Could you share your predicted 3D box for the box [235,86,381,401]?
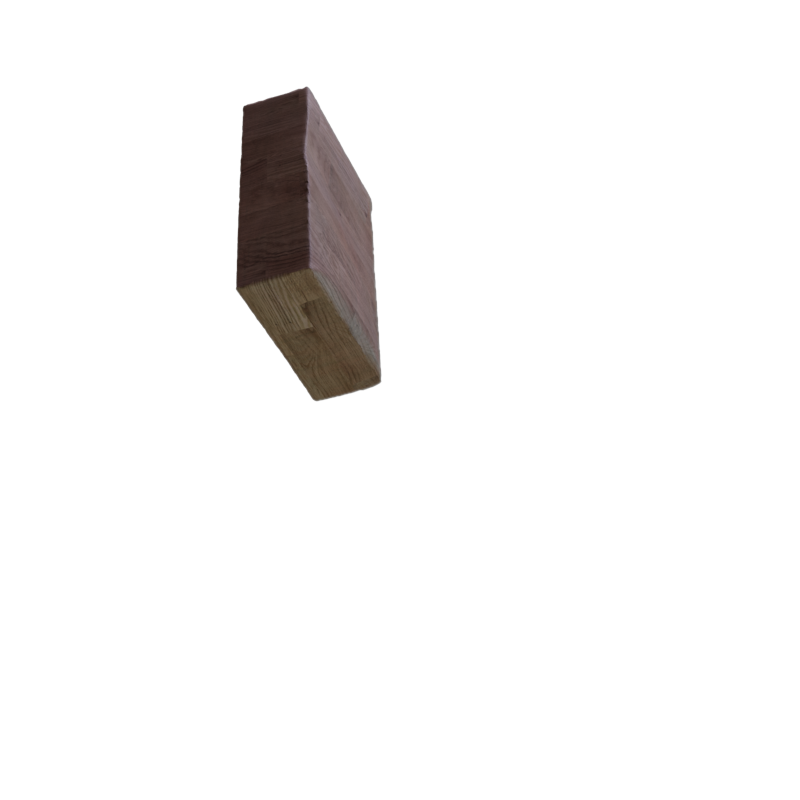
[{"bbox_3d":[-0.074,-0.135,0.942,0.072,0.229,0.151,-15,-40,14],"label":"box"}]
